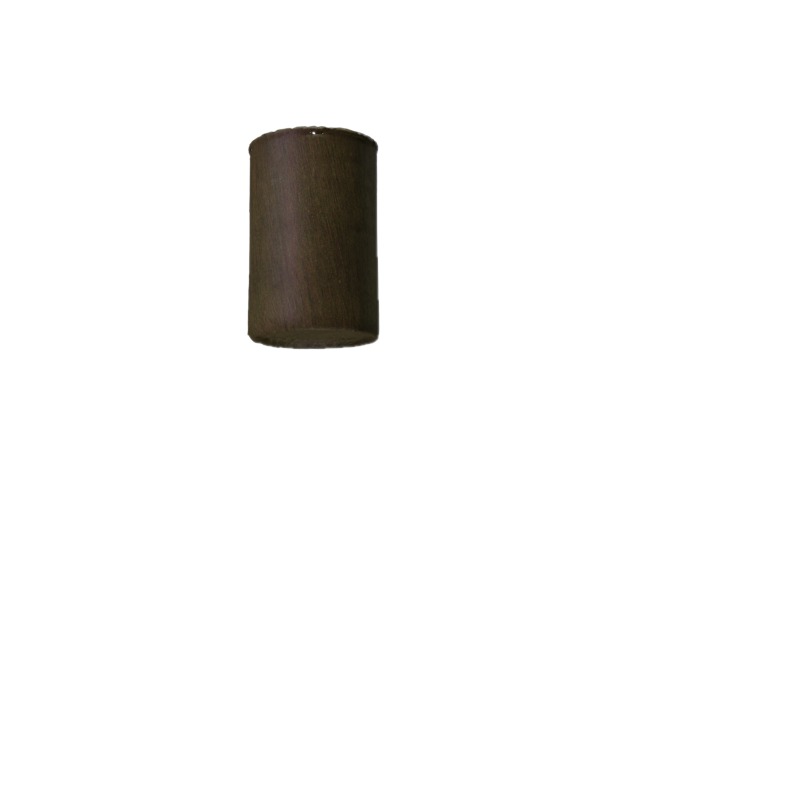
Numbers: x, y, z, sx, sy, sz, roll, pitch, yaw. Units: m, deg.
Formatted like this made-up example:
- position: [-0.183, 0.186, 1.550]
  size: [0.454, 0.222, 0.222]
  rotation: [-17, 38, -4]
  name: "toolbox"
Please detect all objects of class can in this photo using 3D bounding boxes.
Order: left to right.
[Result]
- position: [-0.044, -0.081, 0.568]
  size: [0.068, 0.105, 0.067]
  rotation: [0, -11, -2]
  name: "can"
